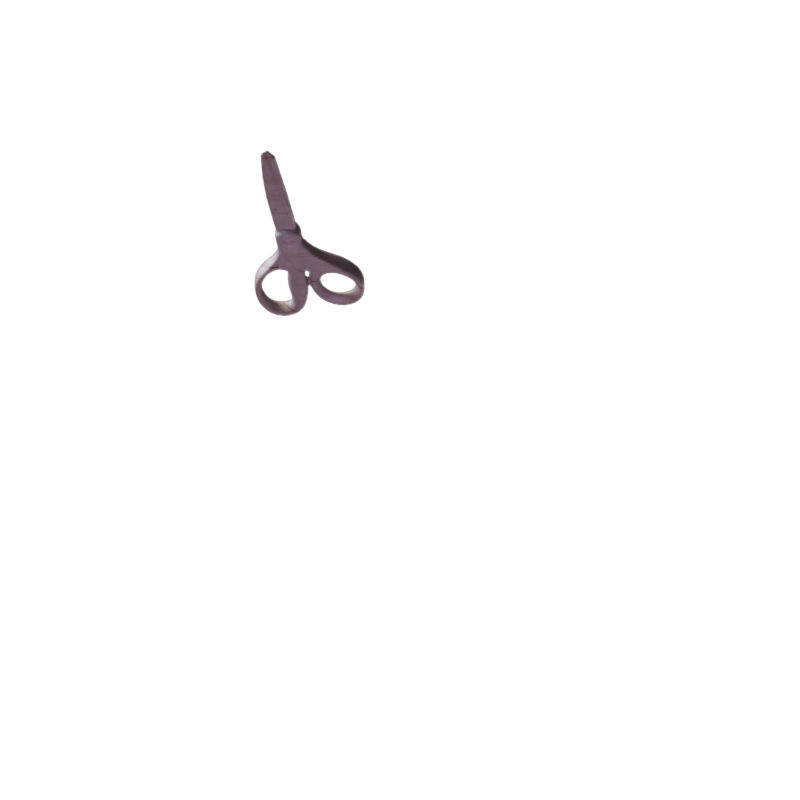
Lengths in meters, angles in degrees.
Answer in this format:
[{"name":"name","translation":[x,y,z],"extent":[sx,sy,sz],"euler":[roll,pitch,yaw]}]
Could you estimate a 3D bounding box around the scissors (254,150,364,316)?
[{"name":"scissors","translation":[-0.065,-0.118,0.828],"extent":[0.095,0.017,0.192],"euler":[5,-29,-9]}]
